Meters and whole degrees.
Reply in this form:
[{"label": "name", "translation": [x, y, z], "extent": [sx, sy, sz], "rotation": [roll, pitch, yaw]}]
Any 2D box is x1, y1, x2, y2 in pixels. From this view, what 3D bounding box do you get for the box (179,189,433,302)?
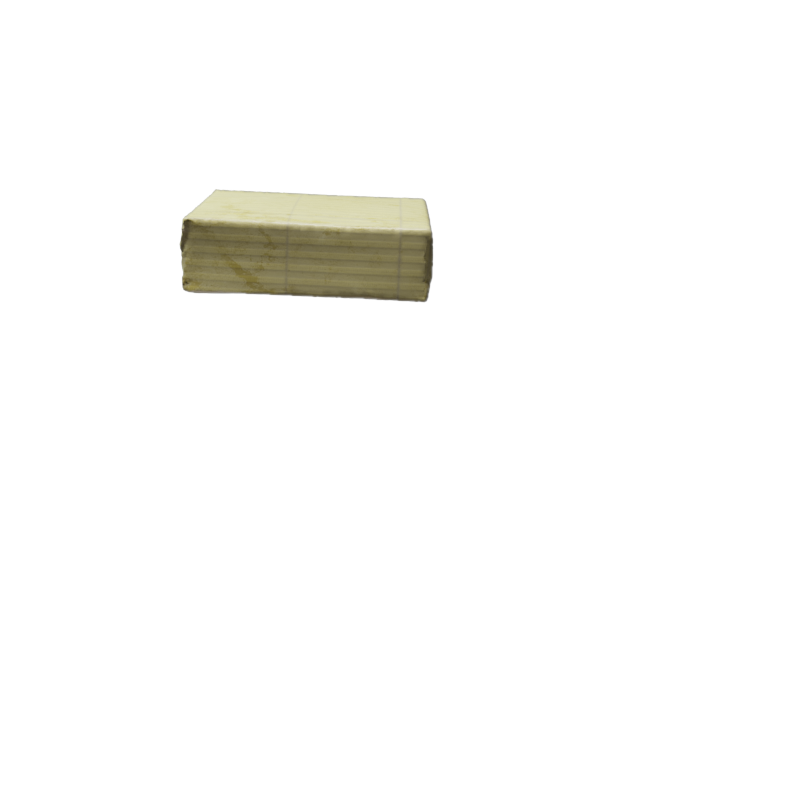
[{"label": "box", "translation": [-0.041, -0.076, 0.529], "extent": [0.114, 0.038, 0.092], "rotation": [1, 16, 2]}]
